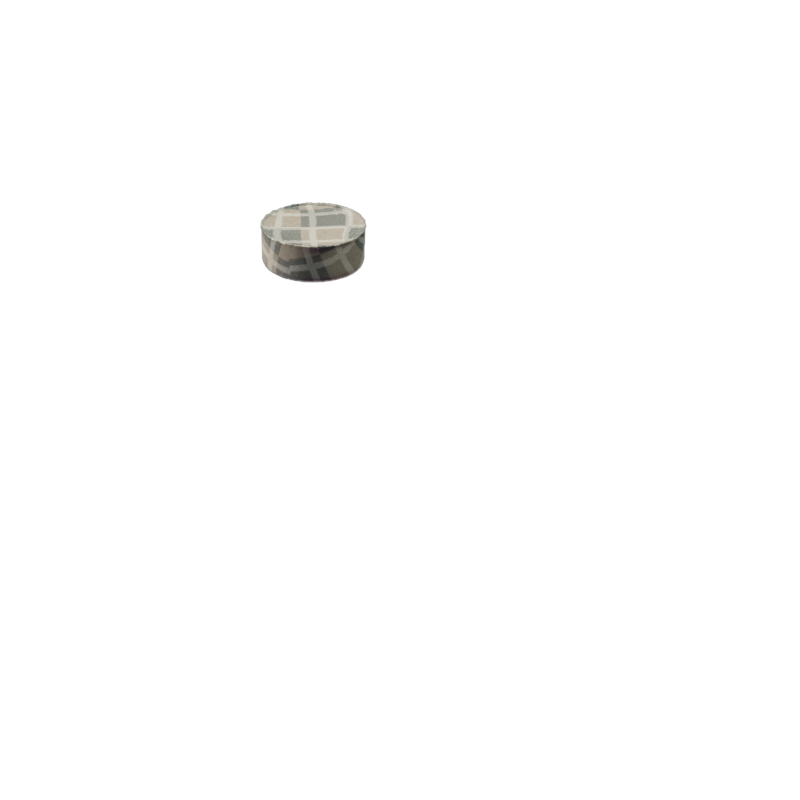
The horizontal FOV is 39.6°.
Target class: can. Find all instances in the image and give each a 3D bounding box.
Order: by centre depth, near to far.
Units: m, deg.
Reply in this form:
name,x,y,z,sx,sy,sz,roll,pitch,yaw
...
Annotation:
name,x,y,z,sx,sy,sz,roll,pitch,yaw
can,-0.071,-0.129,0.903,0.086,0.032,0.091,-1,31,-2
